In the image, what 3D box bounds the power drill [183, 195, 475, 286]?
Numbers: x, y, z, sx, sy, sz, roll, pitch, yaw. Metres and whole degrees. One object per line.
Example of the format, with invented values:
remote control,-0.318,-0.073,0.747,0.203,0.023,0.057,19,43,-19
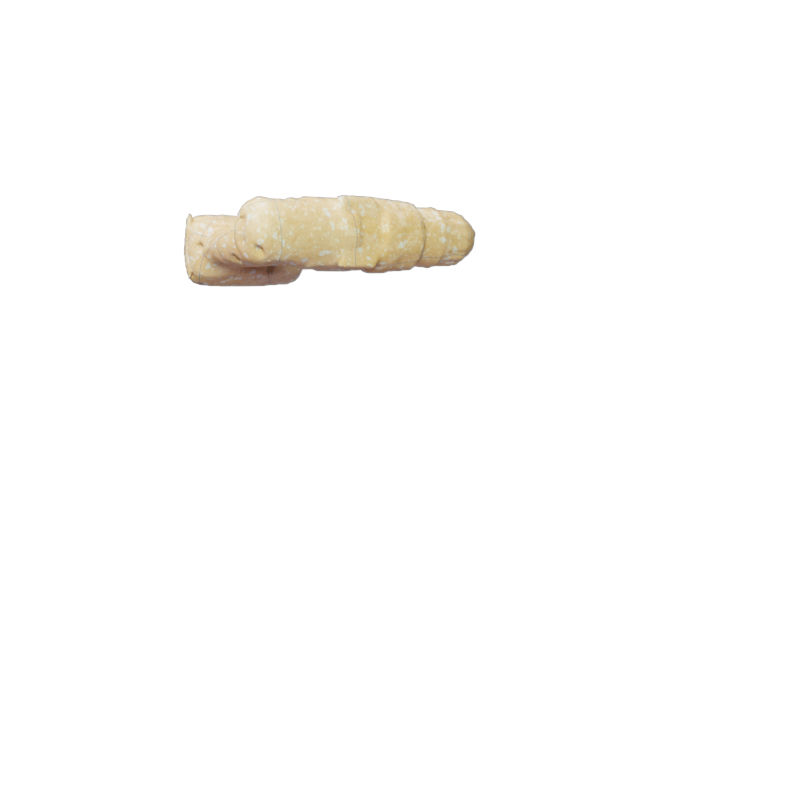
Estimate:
power drill,-0.064,-0.117,0.821,0.178,0.058,0.193,0,0,-32
